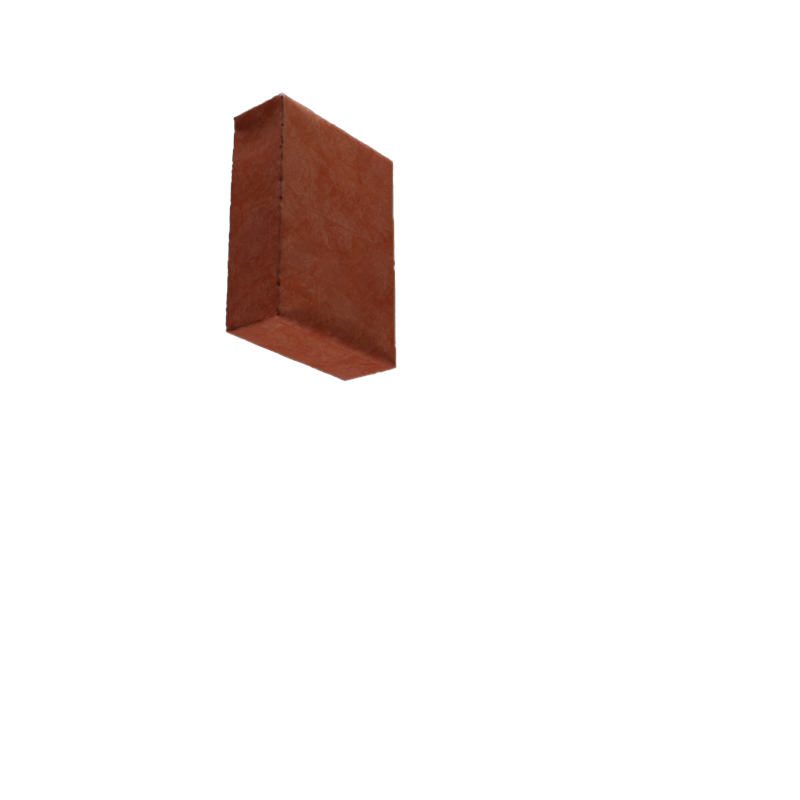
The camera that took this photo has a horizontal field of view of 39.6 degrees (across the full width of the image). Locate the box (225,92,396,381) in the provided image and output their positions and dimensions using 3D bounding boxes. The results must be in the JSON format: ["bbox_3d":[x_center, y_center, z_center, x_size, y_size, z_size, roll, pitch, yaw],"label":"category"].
[{"bbox_3d":[-0.078,-0.142,0.996,0.073,0.225,0.154,-19,-28,35],"label":"box"}]
